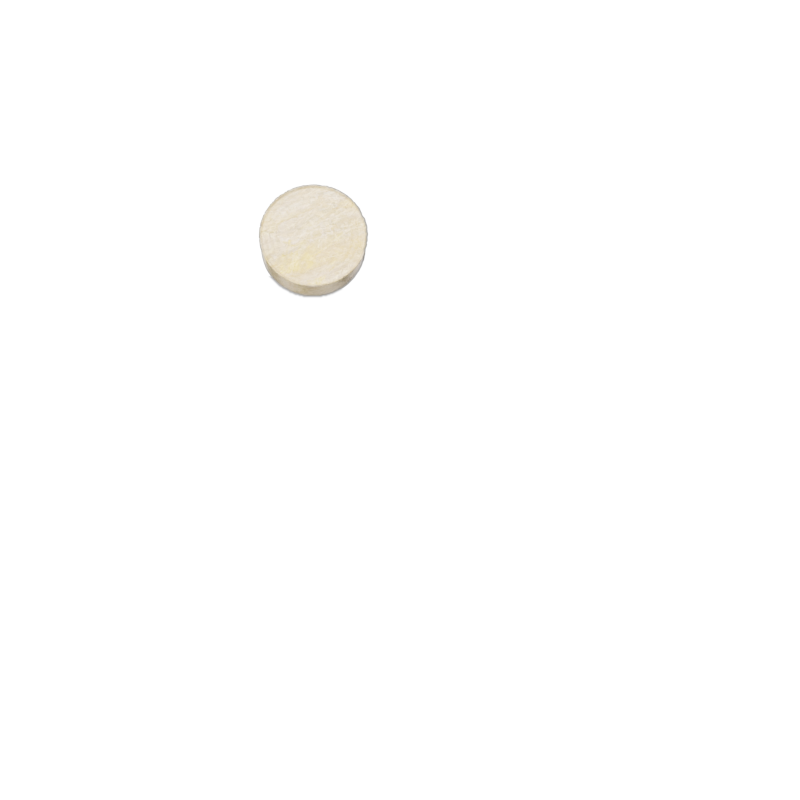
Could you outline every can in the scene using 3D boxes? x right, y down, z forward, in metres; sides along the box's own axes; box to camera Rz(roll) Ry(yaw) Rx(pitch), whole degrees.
[{"bbox_3d":[-0.069,-0.126,0.886,0.086,0.090,0.032,-1,-19,-1],"label":"can"}]
